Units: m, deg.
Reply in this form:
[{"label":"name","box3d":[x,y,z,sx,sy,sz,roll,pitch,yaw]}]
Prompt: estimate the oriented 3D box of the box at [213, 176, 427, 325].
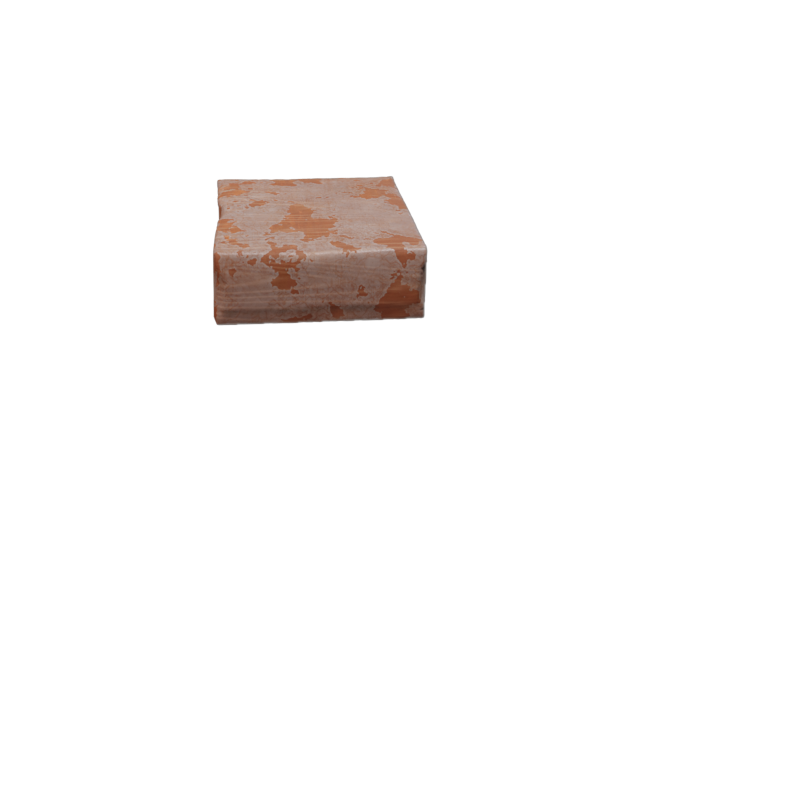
[{"label":"box","box3d":[-0.033,-0.059,0.416,0.073,0.029,0.094,-2,27,-5]}]
